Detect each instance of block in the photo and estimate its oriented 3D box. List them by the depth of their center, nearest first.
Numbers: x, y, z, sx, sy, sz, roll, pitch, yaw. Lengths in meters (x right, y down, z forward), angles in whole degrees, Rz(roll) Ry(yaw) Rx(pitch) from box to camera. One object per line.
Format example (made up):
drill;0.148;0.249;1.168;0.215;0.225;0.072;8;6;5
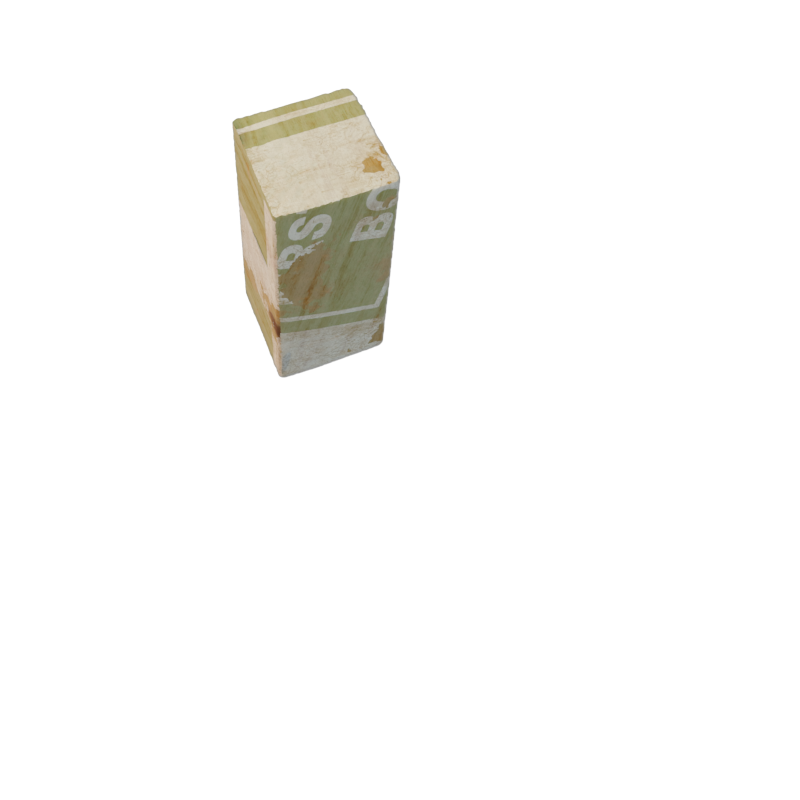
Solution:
block;-0.063;-0.116;0.811;0.089;0.097;0.193;-18;-29;-14
